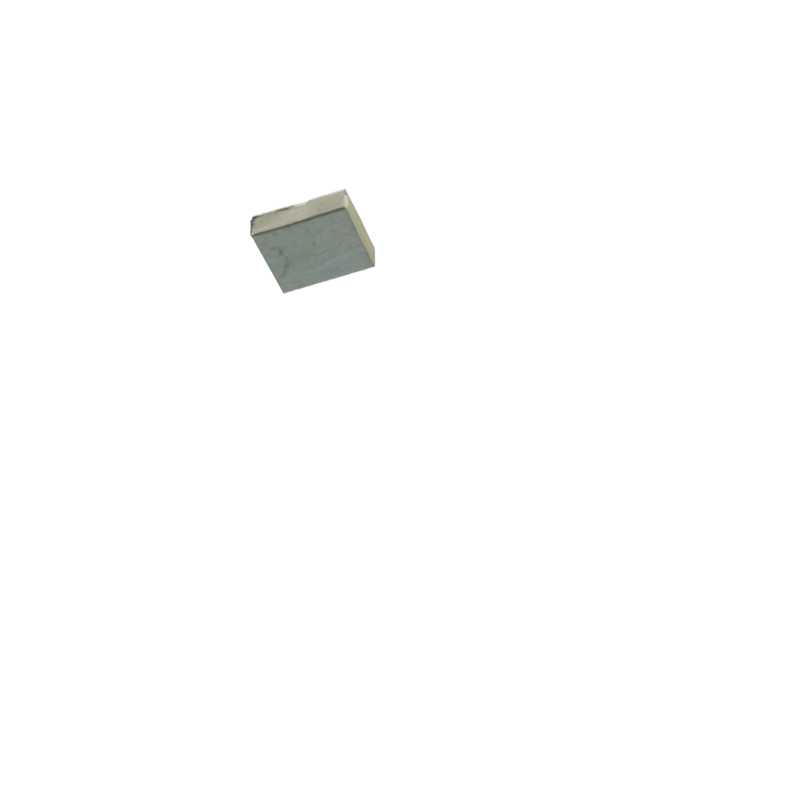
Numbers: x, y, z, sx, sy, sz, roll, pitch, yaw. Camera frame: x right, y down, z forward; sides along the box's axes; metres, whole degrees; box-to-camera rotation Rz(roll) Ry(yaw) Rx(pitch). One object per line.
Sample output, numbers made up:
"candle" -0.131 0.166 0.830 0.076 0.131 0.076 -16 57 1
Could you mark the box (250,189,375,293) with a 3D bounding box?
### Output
"box" -0.075 -0.136 0.953 0.090 0.032 0.067 -14 -45 14
